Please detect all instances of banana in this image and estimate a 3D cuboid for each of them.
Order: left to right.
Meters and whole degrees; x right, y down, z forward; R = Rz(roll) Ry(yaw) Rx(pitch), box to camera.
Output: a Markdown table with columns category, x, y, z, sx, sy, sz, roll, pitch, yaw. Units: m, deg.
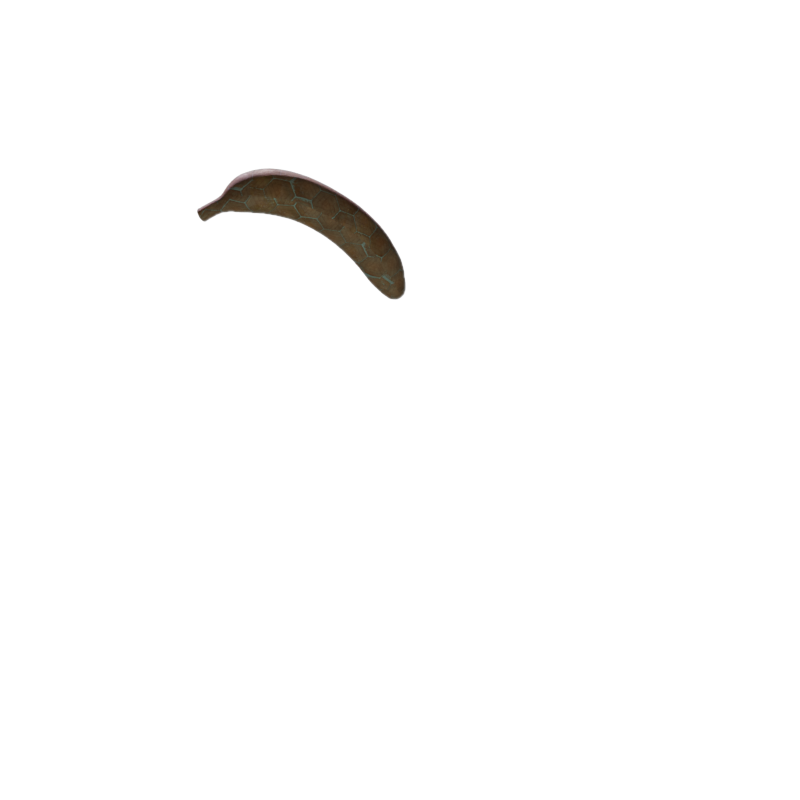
| category | x | y | z | sx | sy | sz | roll | pitch | yaw |
| --- | --- | --- | --- | --- | --- | --- | --- | --- | --- |
| banana | -0.066 | -0.146 | 0.924 | 0.190 | 0.039 | 0.067 | 23 | -51 | -20 |
